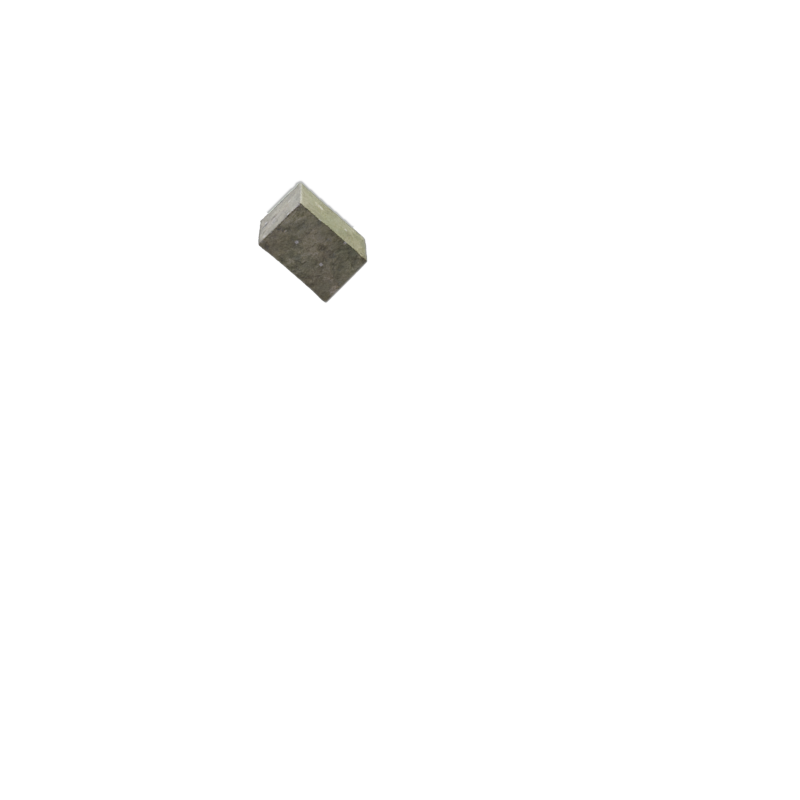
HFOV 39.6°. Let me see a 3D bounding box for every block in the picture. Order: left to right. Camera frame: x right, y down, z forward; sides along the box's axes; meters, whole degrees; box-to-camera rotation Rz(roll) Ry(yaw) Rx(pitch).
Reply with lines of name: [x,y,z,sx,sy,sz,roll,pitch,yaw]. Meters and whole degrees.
block: [-0.072,-0.132,0.922,0.075,0.052,0.054,41,18,-18]
